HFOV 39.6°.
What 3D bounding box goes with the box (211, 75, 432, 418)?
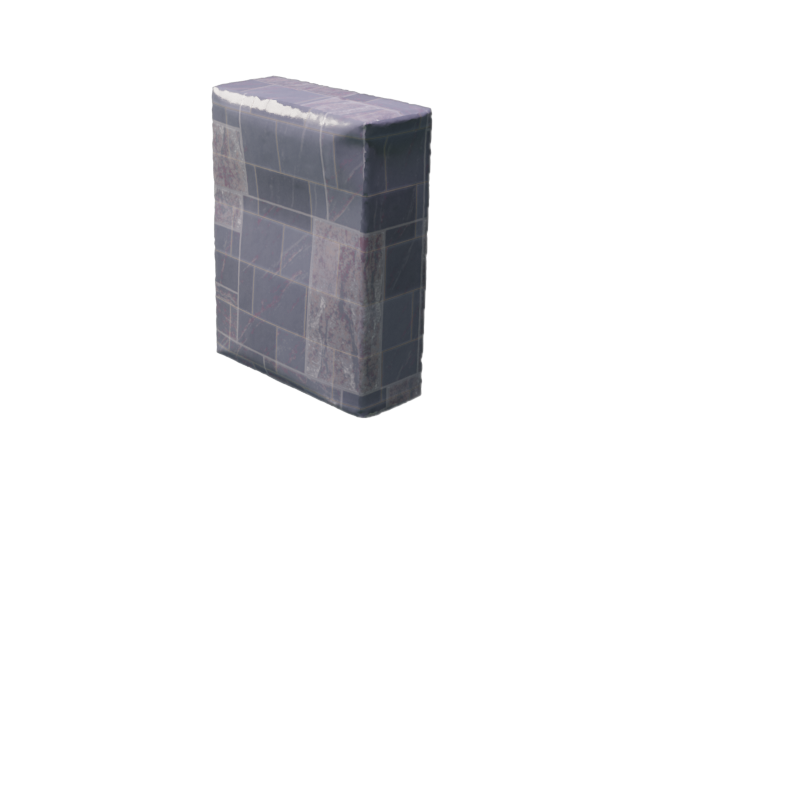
[{"bbox_3d":[-0.063,-0.114,0.800,0.071,0.204,0.174,-18,29,-41],"label":"box"}]
